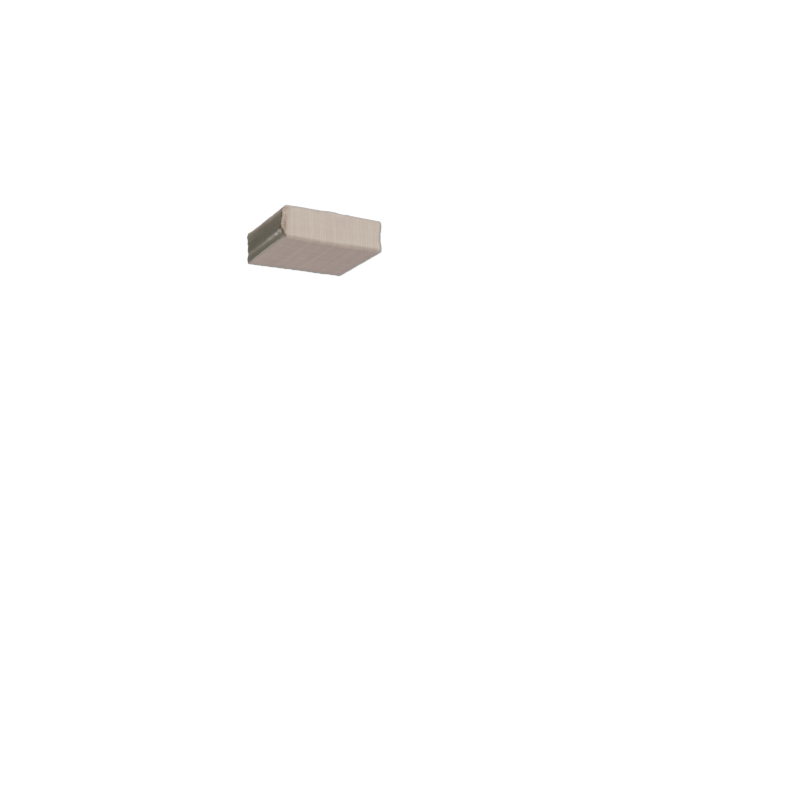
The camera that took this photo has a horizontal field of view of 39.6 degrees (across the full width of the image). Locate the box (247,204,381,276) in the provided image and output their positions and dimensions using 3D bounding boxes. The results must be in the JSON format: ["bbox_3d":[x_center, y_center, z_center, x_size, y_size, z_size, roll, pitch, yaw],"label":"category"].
[{"bbox_3d":[-0.071,-0.129,0.901,0.086,0.031,0.073,6,-15,-27],"label":"box"}]
